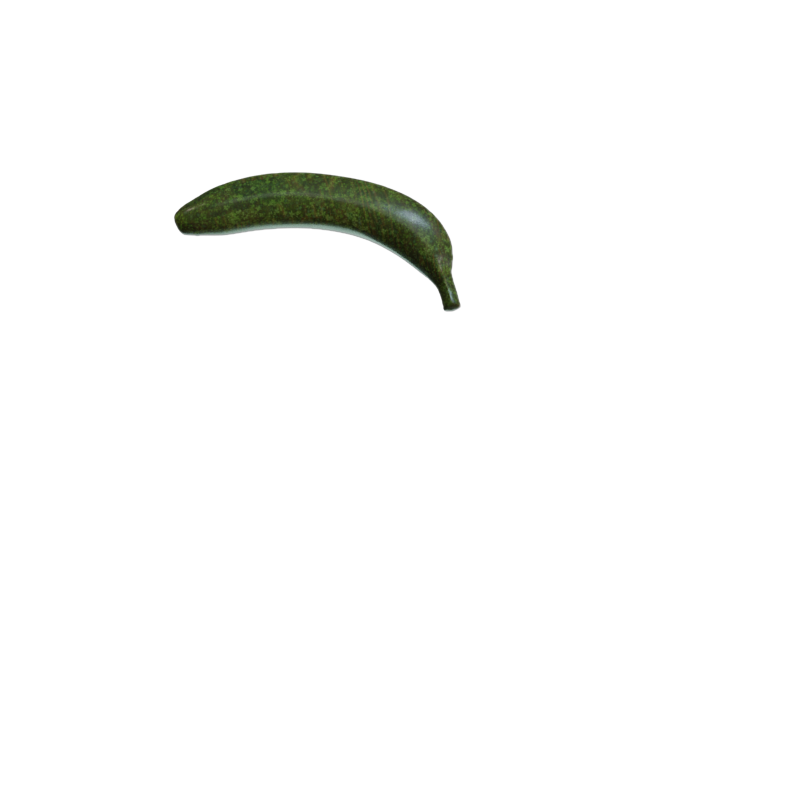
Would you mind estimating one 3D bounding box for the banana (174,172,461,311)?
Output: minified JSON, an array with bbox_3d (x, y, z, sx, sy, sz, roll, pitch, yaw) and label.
[{"bbox_3d":[-0.048,-0.118,0.733,0.201,0.073,0.034,16,-29,9],"label":"banana"}]
